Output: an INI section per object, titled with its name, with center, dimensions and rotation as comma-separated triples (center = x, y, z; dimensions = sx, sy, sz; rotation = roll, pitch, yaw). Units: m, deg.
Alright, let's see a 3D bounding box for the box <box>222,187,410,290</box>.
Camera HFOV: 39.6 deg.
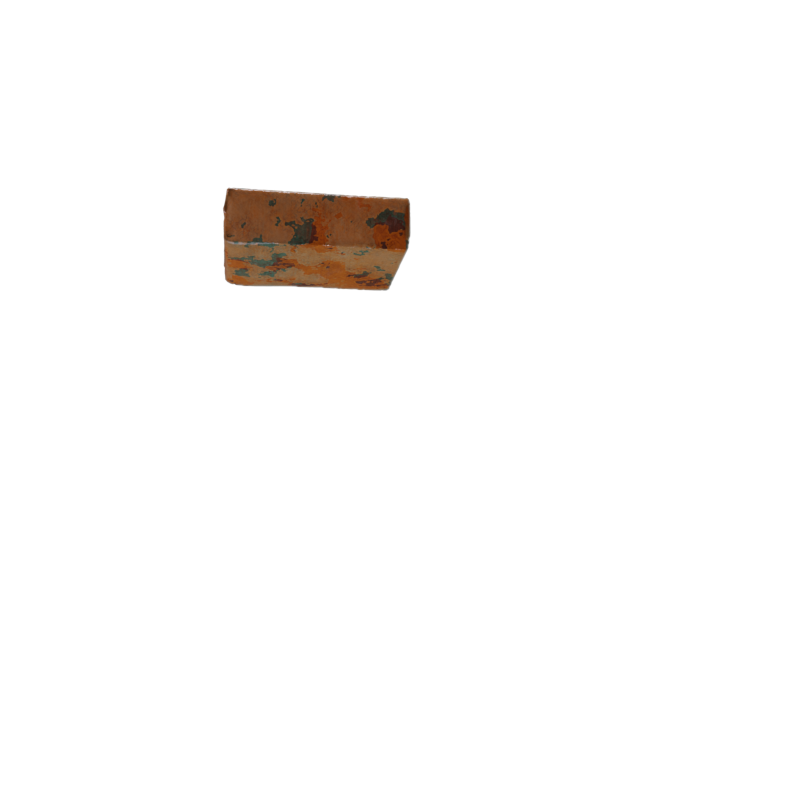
[box]
center = -0.055, -0.100, 0.698
dimensions = 0.113, 0.040, 0.087
rotation = 1, -13, -6
